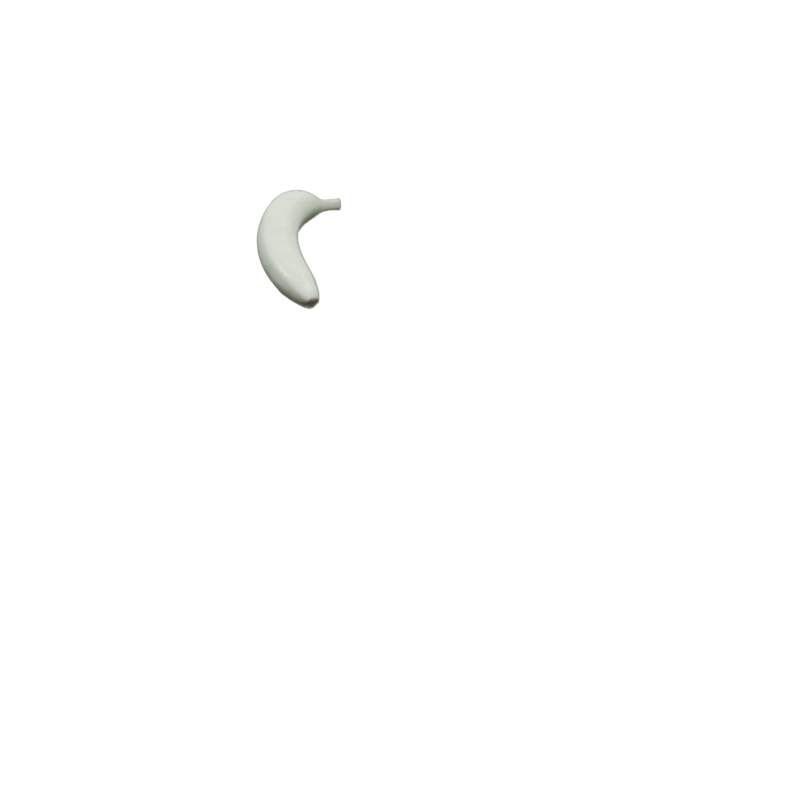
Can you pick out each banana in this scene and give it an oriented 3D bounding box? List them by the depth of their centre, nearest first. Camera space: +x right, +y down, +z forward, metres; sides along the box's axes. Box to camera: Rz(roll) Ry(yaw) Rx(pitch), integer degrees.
[{"bbox_3d":[-0.096,-0.147,1.005,0.070,0.034,0.209,3,36,3],"label":"banana"}]
